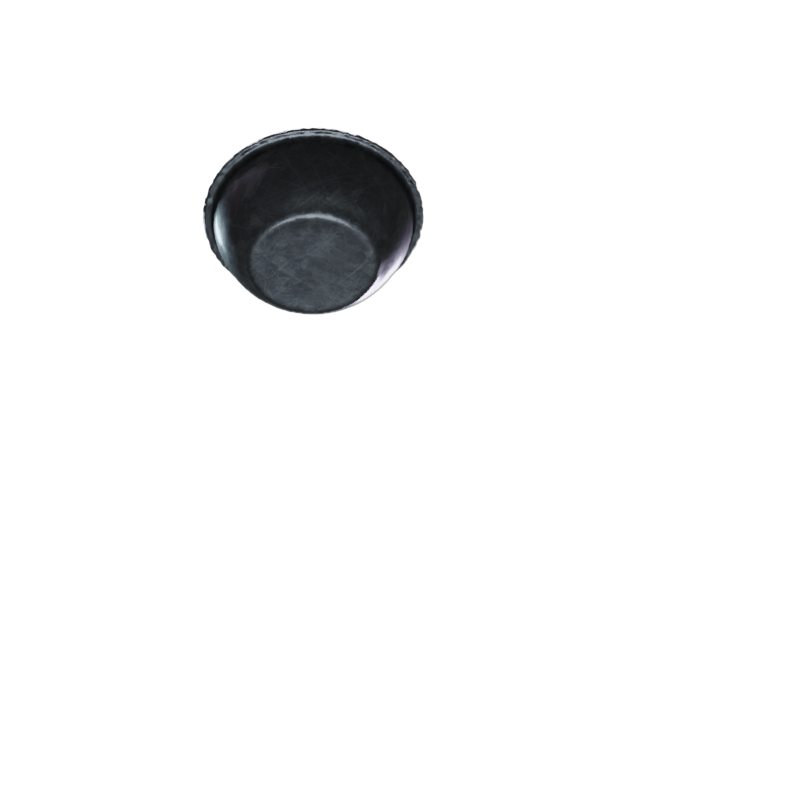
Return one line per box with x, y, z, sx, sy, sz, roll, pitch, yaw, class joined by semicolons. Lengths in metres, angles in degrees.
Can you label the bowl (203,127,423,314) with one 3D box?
-0.062;-0.114;0.795;0.162;0.151;0.059;1;42;-1;bowl
